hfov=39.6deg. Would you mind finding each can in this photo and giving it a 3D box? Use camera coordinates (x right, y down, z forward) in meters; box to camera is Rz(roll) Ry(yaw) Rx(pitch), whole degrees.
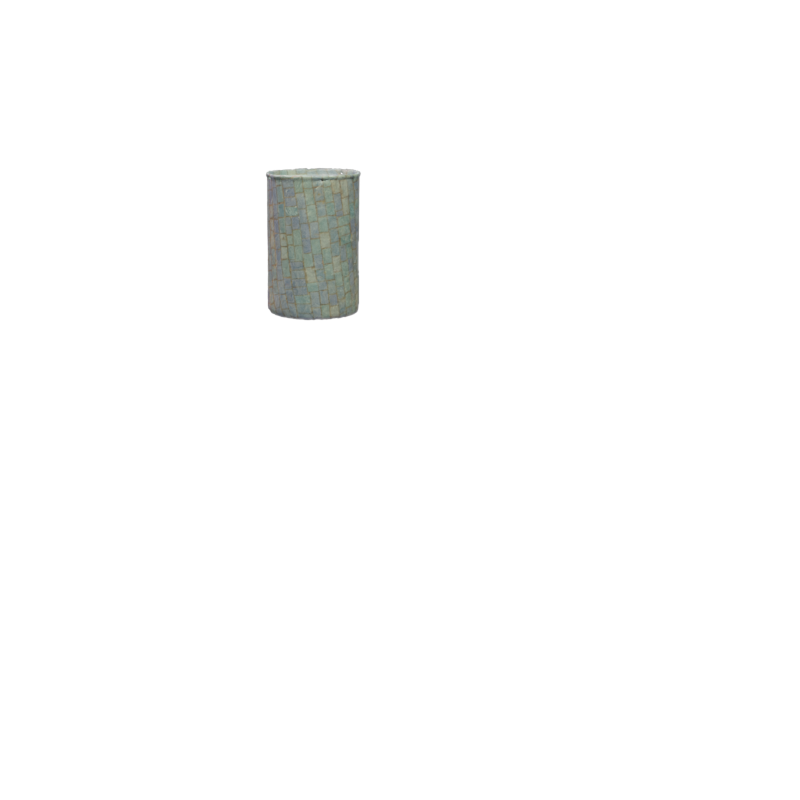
[{"bbox_3d":[-0.063,-0.114,0.802,0.068,0.100,0.070,0,11,-2],"label":"can"}]
